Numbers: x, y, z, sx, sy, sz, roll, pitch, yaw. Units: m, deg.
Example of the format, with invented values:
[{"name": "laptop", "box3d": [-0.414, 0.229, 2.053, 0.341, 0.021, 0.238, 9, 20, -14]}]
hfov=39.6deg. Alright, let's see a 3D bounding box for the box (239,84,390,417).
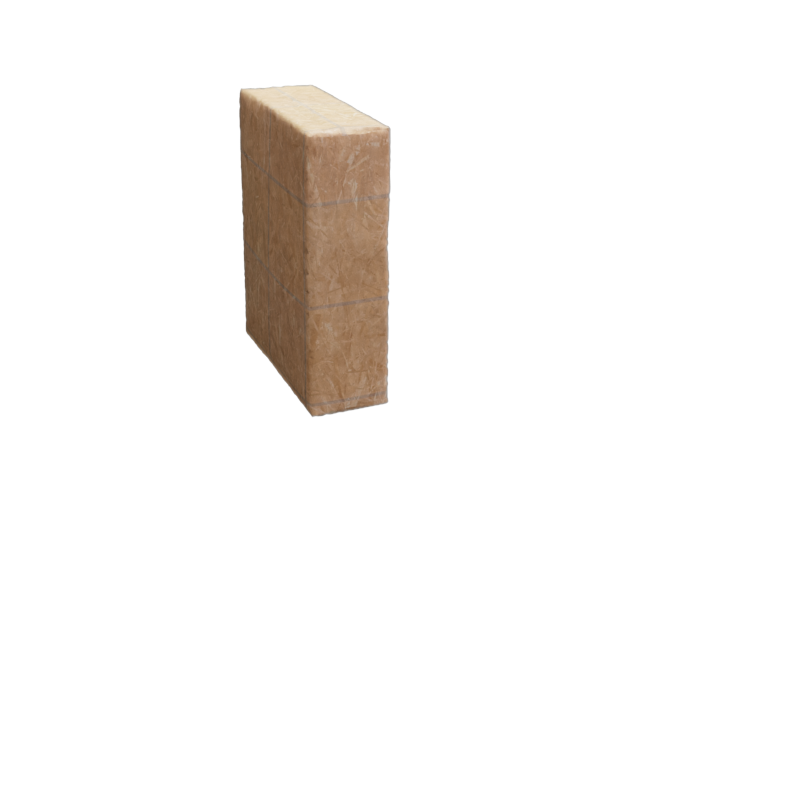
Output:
[{"name": "box", "box3d": [-0.066, -0.121, 0.849, 0.070, 0.204, 0.175, -7, 24, -22]}]
